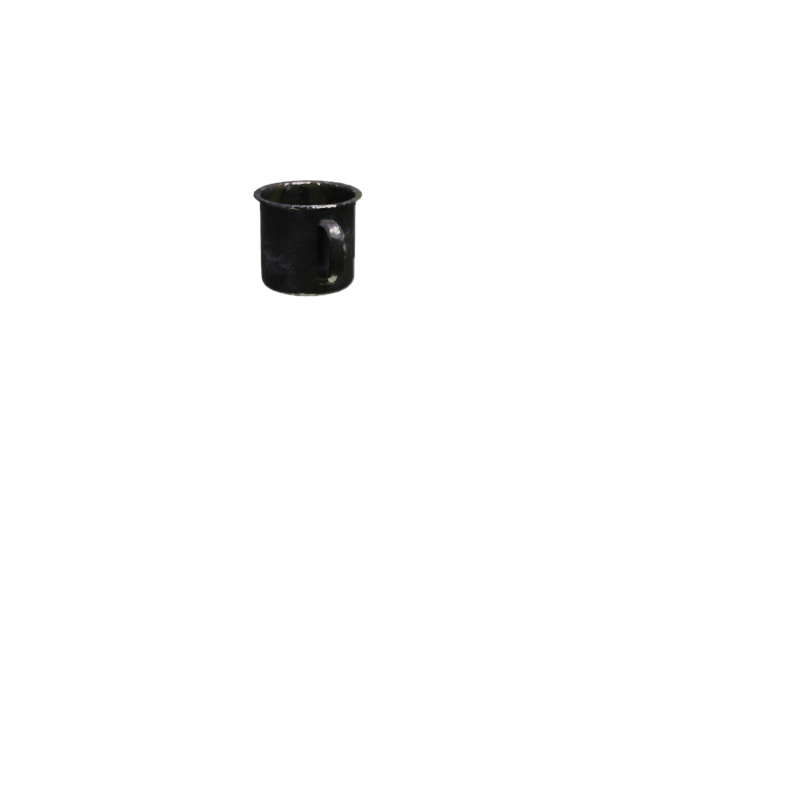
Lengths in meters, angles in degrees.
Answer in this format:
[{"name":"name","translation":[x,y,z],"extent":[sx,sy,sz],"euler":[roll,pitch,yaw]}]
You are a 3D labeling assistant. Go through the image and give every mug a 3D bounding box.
[{"name":"mug","translation":[-0.074,-0.135,0.943],"extent":[0.091,0.078,0.125],"euler":[-9,24,-24]}]
